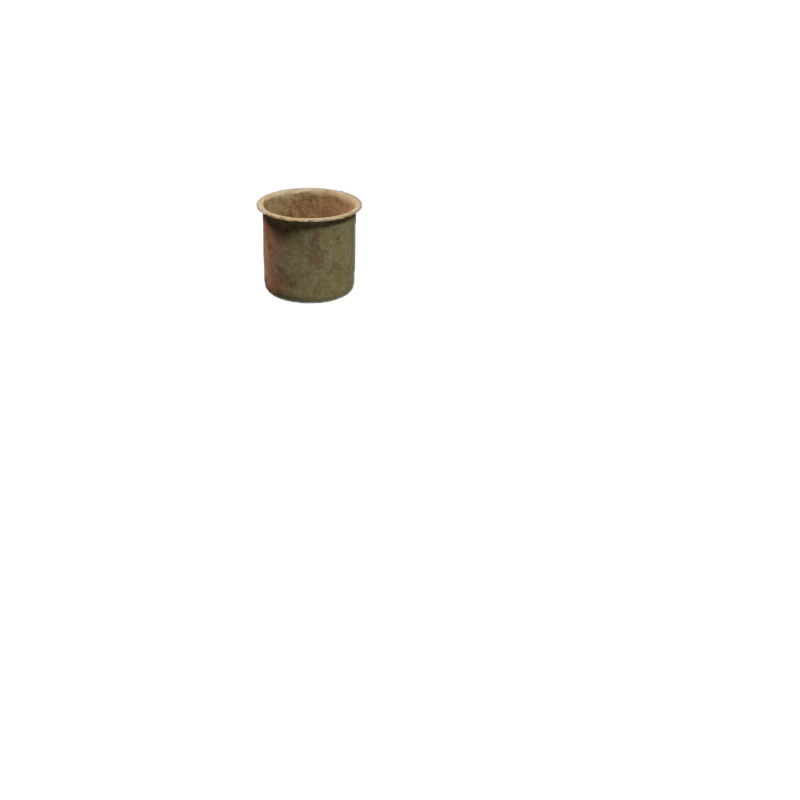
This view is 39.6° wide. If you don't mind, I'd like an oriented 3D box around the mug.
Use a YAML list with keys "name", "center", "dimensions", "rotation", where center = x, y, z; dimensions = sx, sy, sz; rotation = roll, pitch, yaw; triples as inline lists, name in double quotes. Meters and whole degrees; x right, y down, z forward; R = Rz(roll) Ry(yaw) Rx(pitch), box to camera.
- name: "mug"
  center: [-0.078, -0.142, 0.998]
  dimensions: [0.095, 0.078, 0.121]
  rotation: [7, 26, 13]
